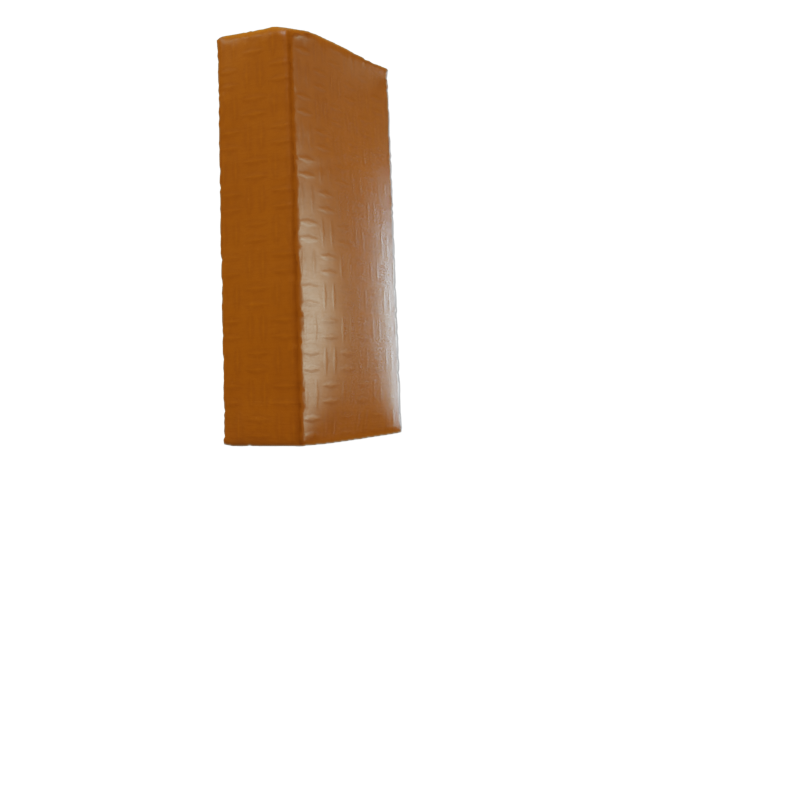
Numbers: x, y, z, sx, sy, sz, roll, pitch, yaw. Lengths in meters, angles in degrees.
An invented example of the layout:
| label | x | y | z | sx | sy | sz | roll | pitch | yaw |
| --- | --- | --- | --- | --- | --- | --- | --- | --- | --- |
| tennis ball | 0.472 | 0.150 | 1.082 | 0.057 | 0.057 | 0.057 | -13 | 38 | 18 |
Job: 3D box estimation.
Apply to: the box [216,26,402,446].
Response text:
| label | x | y | z | sx | sy | sz | roll | pitch | yaw |
| --- | --- | --- | --- | --- | --- | --- | --- | --- | --- |
| box | -0.039 | -0.071 | 0.499 | 0.049 | 0.178 | 0.090 | -3 | -4 | 28 |
